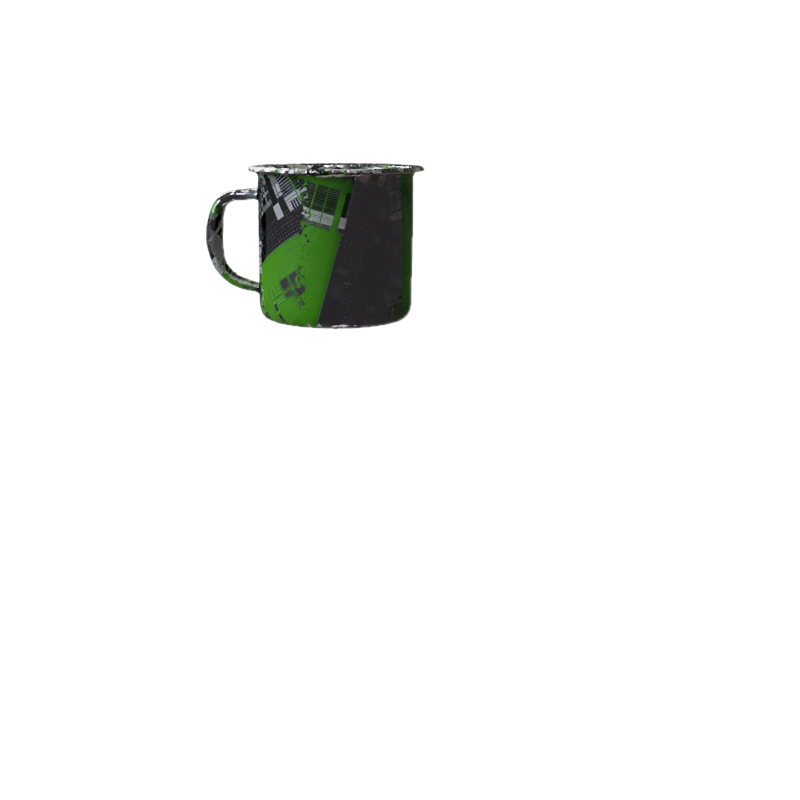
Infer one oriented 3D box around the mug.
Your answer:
[{"bbox_3d":[-0.046,-0.085,0.593,0.118,0.080,0.095,1,11,5],"label":"mug"}]
